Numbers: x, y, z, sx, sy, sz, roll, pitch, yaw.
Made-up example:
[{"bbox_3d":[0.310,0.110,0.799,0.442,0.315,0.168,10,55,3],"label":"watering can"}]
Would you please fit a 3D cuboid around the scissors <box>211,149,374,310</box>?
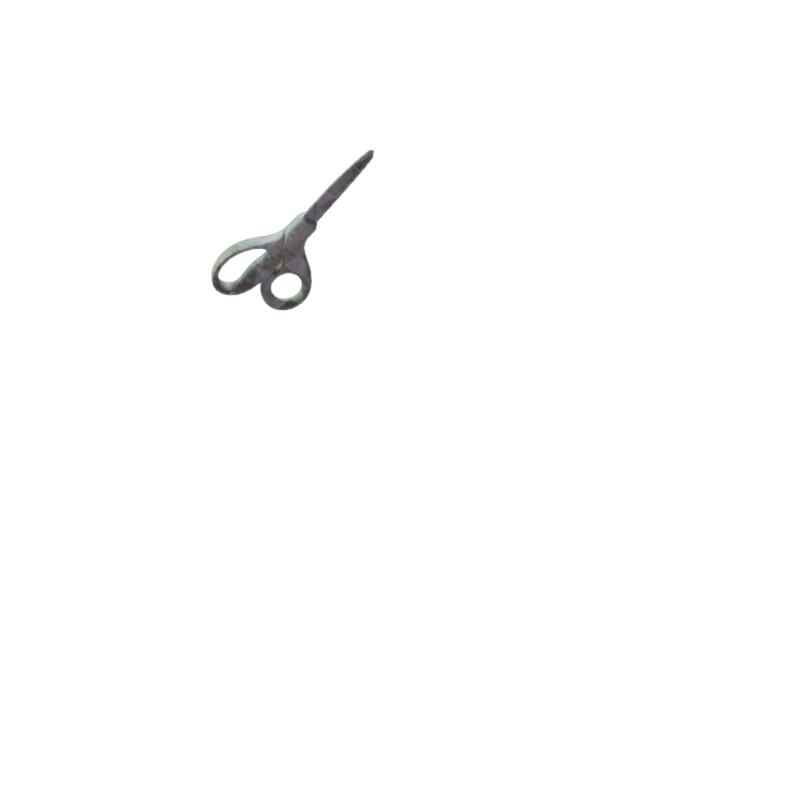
[{"bbox_3d":[-0.074,-0.135,0.944,0.201,0.017,0.090,-27,-48,27],"label":"scissors"}]
